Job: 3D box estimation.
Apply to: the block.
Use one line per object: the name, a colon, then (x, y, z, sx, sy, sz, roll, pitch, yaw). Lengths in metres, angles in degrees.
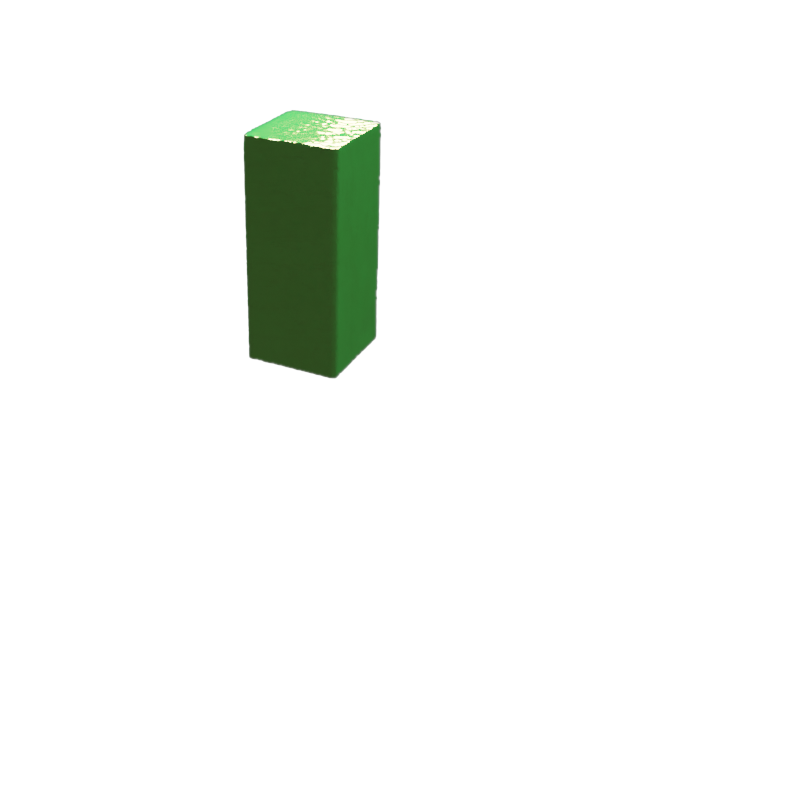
block: (-0.076, -0.138, 0.965, 0.094, 0.196, 0.092, 12, 27, 21)
